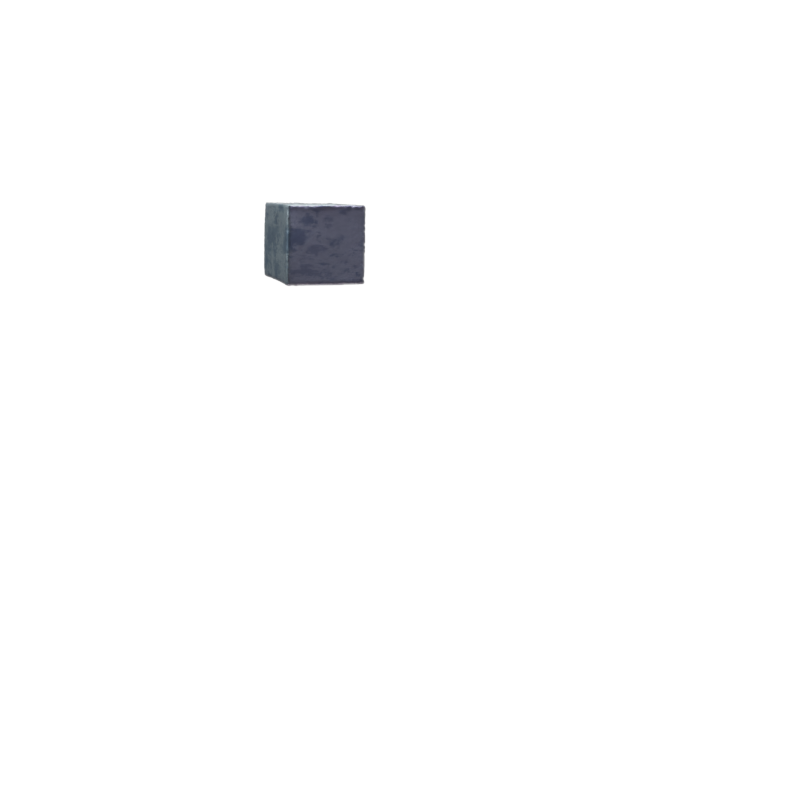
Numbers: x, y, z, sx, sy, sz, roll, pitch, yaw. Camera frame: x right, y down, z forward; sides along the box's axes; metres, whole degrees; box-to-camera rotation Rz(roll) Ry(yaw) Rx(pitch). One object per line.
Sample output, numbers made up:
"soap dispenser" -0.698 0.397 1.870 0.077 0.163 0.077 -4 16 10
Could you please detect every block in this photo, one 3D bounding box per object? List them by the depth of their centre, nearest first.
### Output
"block" -0.057 -0.104 0.731 0.052 0.051 0.081 -2 9 -16
